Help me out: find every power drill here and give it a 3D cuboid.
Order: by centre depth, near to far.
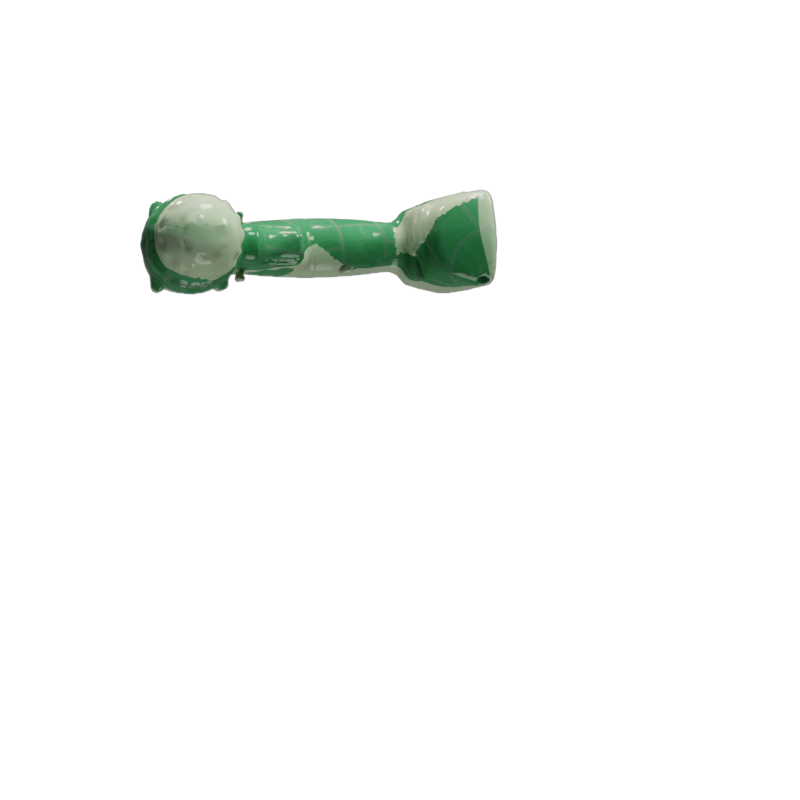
[{"bbox_3d":[-0.047,-0.086,0.606,0.185,0.057,0.188,-1,5,-13],"label":"power drill"}]
